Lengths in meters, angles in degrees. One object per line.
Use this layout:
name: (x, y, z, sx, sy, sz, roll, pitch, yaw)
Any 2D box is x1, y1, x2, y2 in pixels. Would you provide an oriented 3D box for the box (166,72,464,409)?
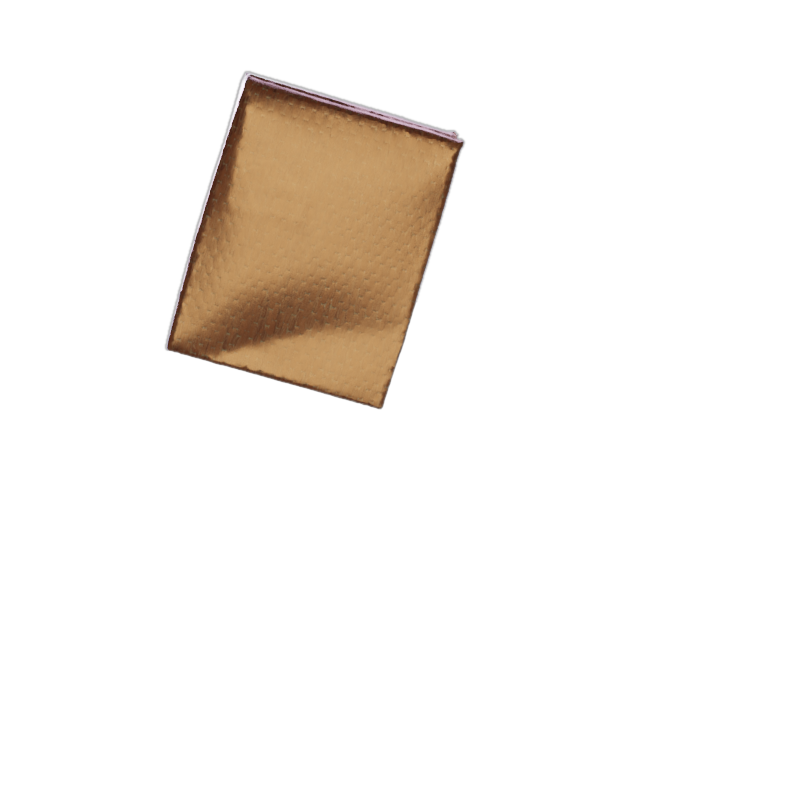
box: (-0.034, -0.062, 0.436, 0.089, 0.111, 0.040, 17, 13, -5)
